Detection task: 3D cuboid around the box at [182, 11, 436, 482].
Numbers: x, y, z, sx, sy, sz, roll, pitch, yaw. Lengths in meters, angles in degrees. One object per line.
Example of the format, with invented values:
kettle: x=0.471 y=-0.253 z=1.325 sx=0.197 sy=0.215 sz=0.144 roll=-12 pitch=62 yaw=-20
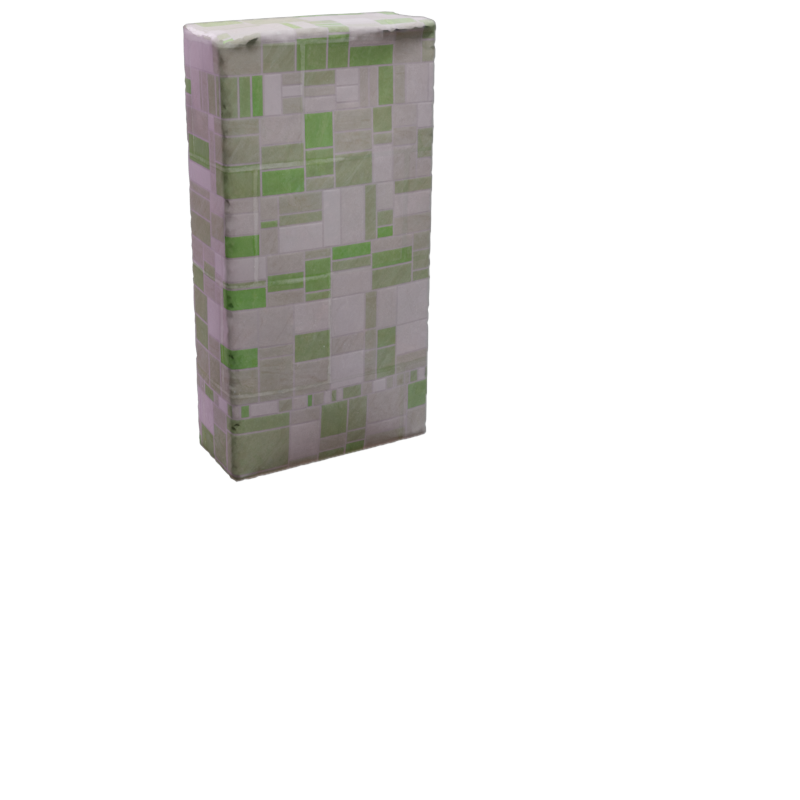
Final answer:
box: x=-0.035 y=-0.063 z=0.445 sx=0.091 sy=0.168 sz=0.051 roll=-11 pitch=24 yaw=-28
